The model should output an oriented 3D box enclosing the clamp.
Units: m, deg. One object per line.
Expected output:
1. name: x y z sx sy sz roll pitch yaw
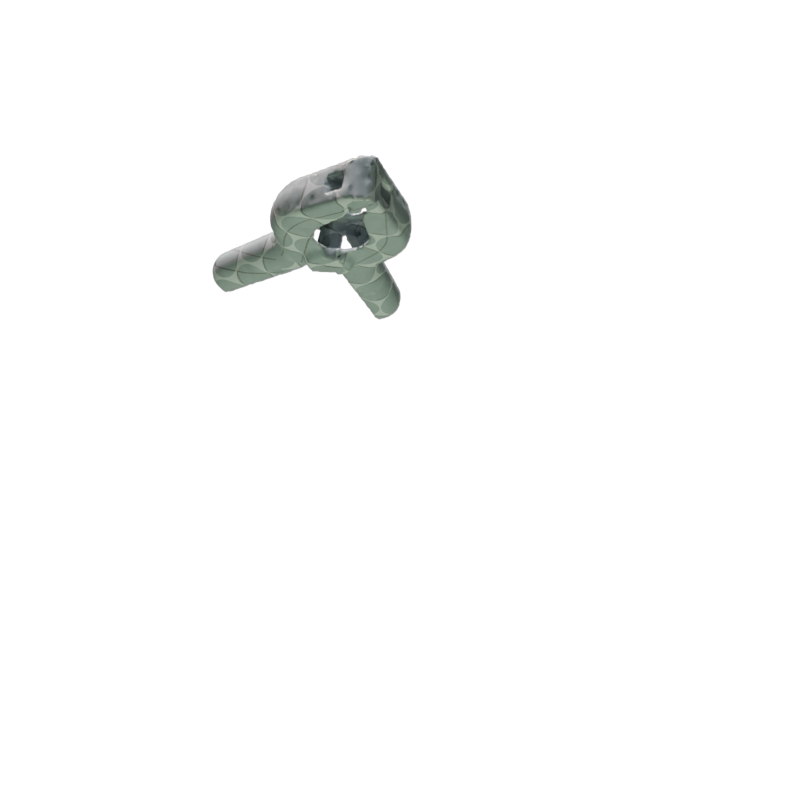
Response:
1. clamp: -0.051 -0.092 0.646 0.119 0.041 0.164 2 -21 -6
